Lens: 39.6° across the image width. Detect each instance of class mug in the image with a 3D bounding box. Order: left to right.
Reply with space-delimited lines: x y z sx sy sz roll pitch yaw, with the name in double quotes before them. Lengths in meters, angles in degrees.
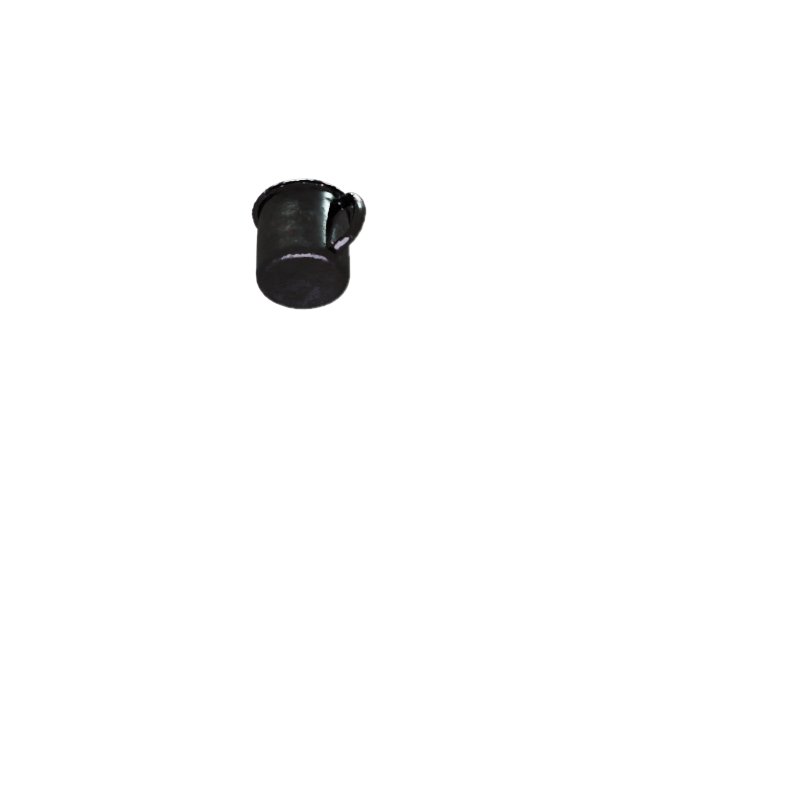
"mug" -0.076 -0.138 0.968 0.117 0.087 0.087 -27 -44 30
